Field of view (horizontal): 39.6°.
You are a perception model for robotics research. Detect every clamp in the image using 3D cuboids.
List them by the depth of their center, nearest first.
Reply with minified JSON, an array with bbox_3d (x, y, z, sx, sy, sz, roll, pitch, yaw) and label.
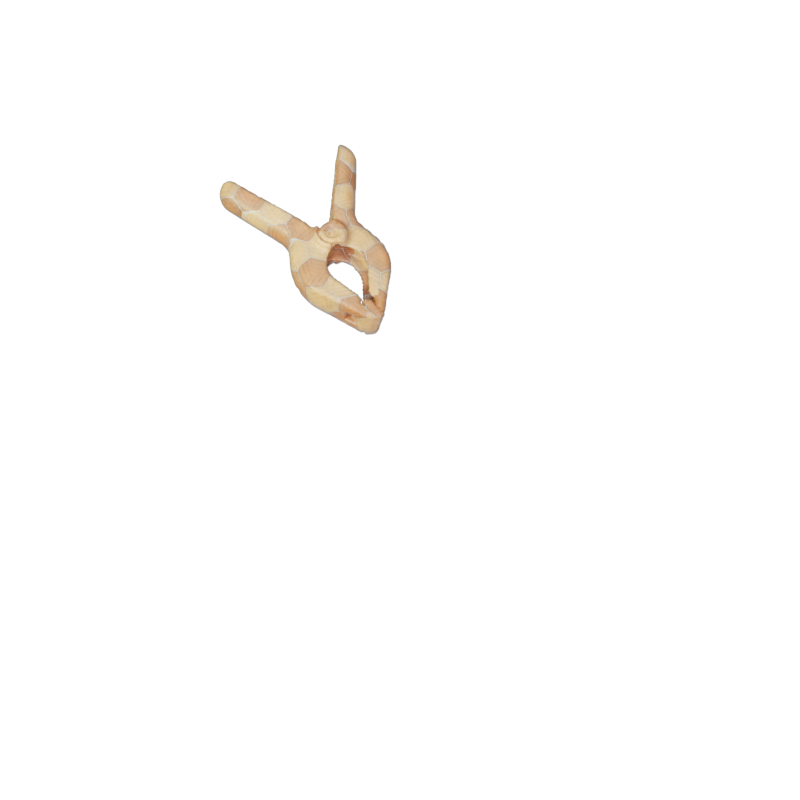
[{"bbox_3d":[-0.069,-0.126,0.881,0.119,0.184,0.037,-16,-31,-10],"label":"clamp"}]
